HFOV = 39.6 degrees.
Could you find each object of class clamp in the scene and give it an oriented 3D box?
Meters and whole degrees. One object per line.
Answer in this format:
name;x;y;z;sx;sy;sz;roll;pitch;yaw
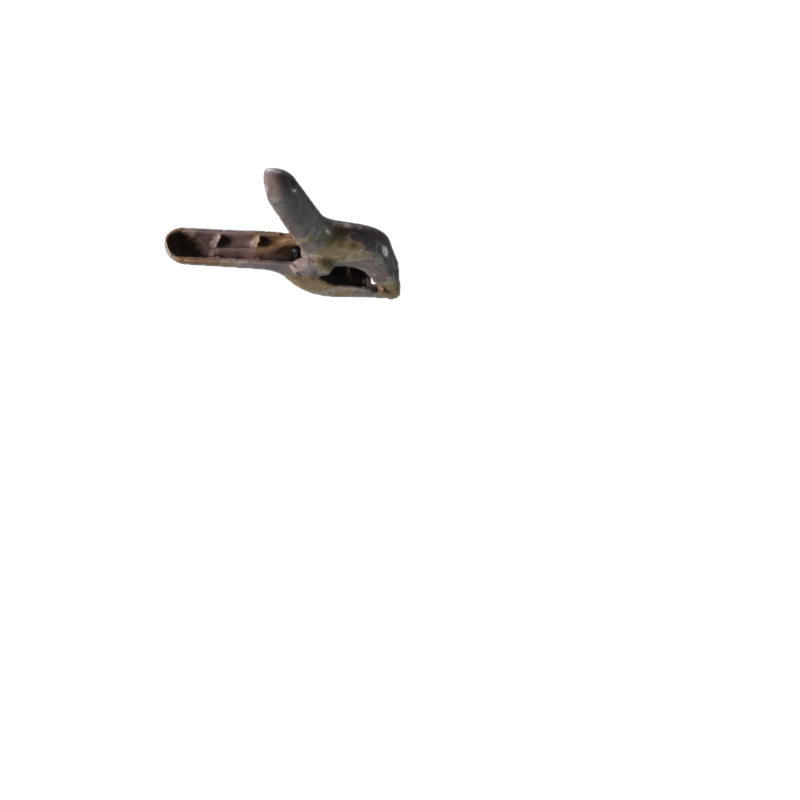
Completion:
clamp;-0.058;-0.107;0.746;0.164;0.041;0.121;9;-17;-33
